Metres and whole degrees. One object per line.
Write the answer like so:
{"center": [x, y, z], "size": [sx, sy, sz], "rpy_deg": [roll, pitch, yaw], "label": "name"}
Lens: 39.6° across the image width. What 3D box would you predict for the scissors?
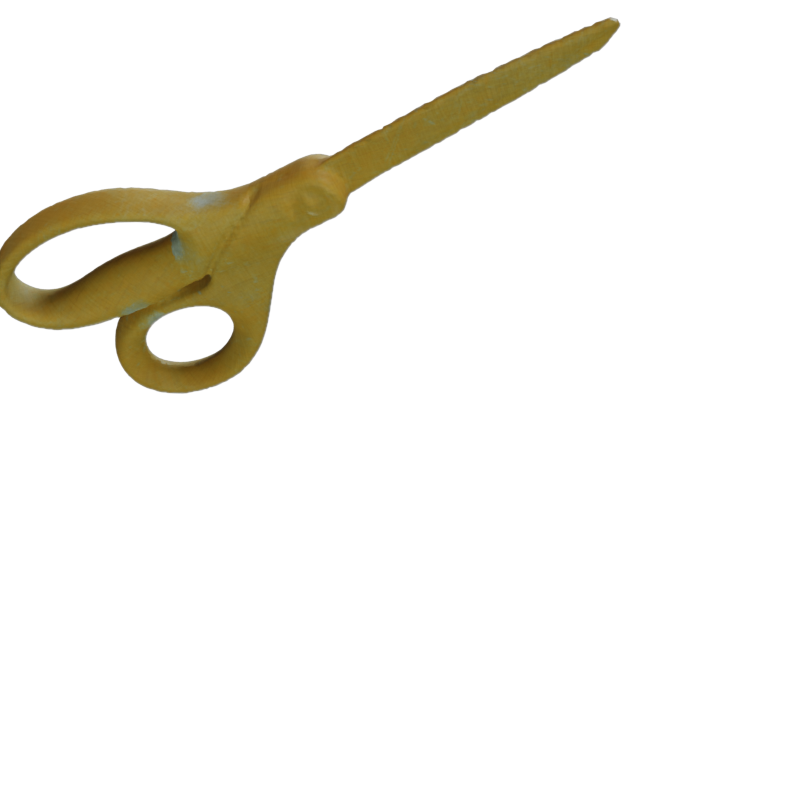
{"center": [-0.026, -0.048, 0.337], "size": [0.204, 0.017, 0.089], "rpy_deg": [-13, -42, 14], "label": "scissors"}
